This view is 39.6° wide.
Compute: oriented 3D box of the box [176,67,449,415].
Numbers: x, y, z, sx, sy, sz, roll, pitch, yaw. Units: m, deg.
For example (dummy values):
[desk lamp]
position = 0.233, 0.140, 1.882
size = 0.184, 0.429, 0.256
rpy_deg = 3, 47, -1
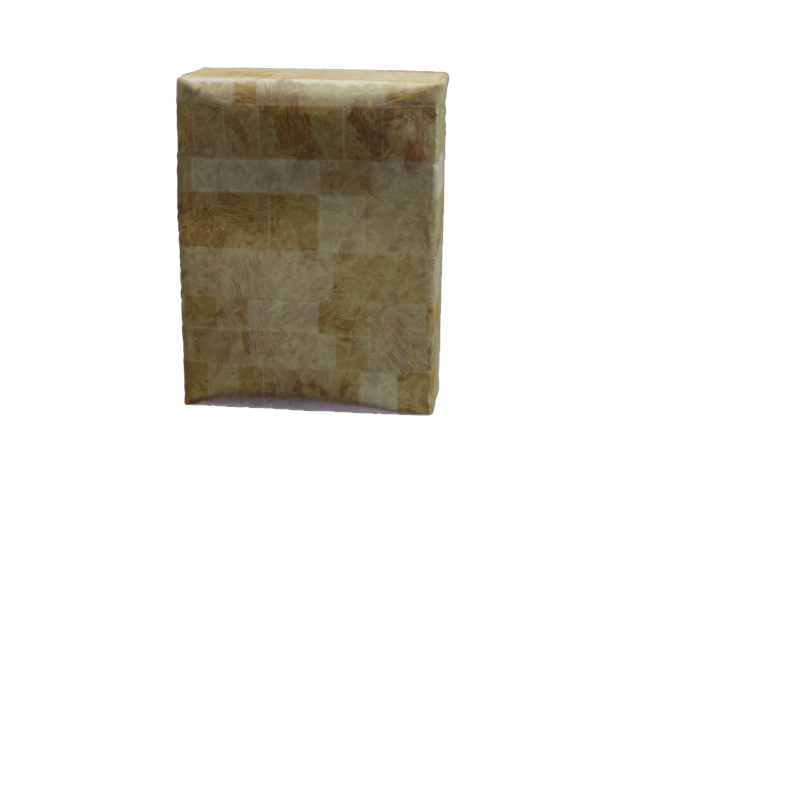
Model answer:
[box]
position = -0.055, -0.101, 0.707
size = 0.166, 0.206, 0.073
rpy_deg = 3, 16, 8
